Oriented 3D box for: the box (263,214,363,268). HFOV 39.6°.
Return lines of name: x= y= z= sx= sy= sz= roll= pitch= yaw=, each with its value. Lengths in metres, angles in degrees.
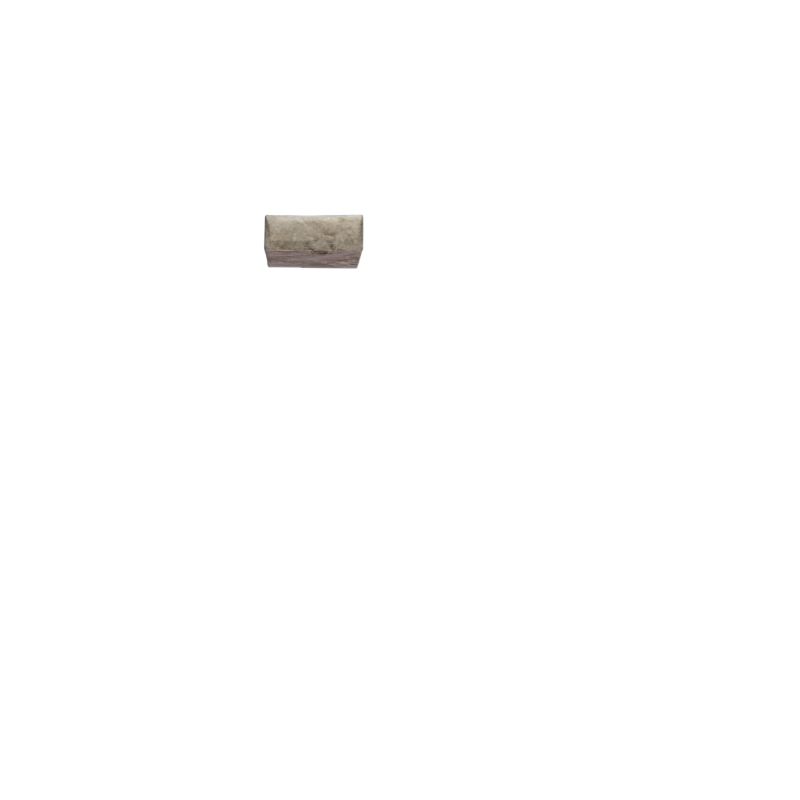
box: x=-0.067 y=-0.122 z=0.853 sx=0.073 sy=0.031 sz=0.088 roll=0 pitch=-3 yaw=-3
